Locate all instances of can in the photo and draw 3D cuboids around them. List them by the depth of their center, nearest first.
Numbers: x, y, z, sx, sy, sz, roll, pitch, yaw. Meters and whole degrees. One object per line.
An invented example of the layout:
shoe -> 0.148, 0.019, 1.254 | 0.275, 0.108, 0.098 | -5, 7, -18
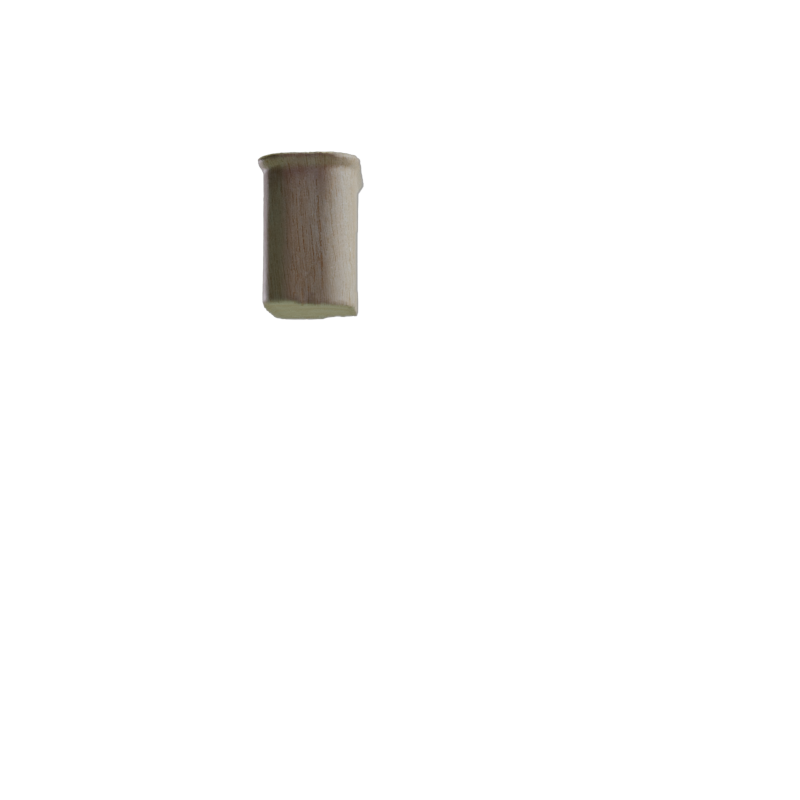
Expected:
can -> -0.050, -0.092, 0.644 | 0.058, 0.085, 0.100 | 0, -4, 1
